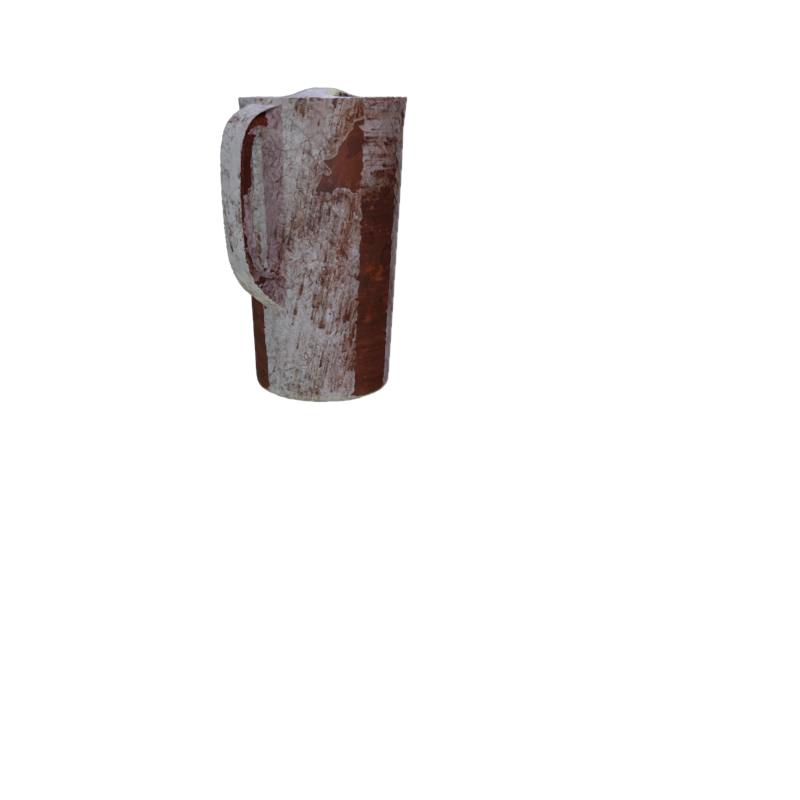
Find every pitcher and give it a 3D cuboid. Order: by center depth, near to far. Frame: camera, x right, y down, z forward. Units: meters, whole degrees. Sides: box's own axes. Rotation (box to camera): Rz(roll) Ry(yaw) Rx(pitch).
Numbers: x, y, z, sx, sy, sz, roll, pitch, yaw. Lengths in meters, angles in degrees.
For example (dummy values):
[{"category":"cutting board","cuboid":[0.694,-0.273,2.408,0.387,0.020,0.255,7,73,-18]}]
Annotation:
[{"category":"pitcher","cuboid":[-0.069,-0.126,0.881,0.148,0.238,0.149,-1,9,-8]}]
